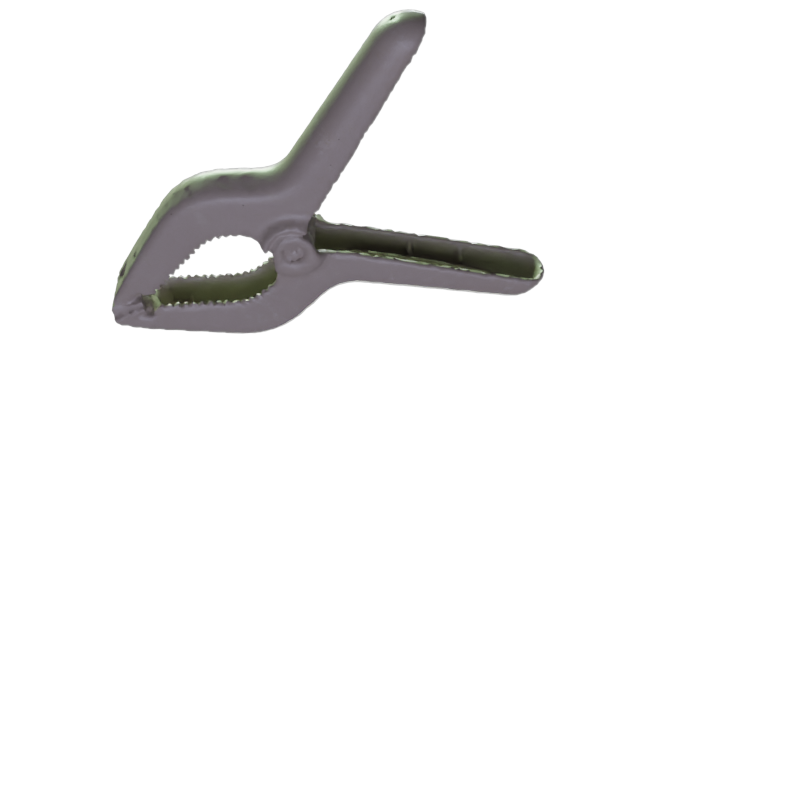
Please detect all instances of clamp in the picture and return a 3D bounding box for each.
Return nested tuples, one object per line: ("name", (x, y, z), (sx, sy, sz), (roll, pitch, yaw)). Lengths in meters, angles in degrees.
("clamp", (-0.042, -0.077, 0.542), (0.210, 0.153, 0.039), (-25, 35, 19))
